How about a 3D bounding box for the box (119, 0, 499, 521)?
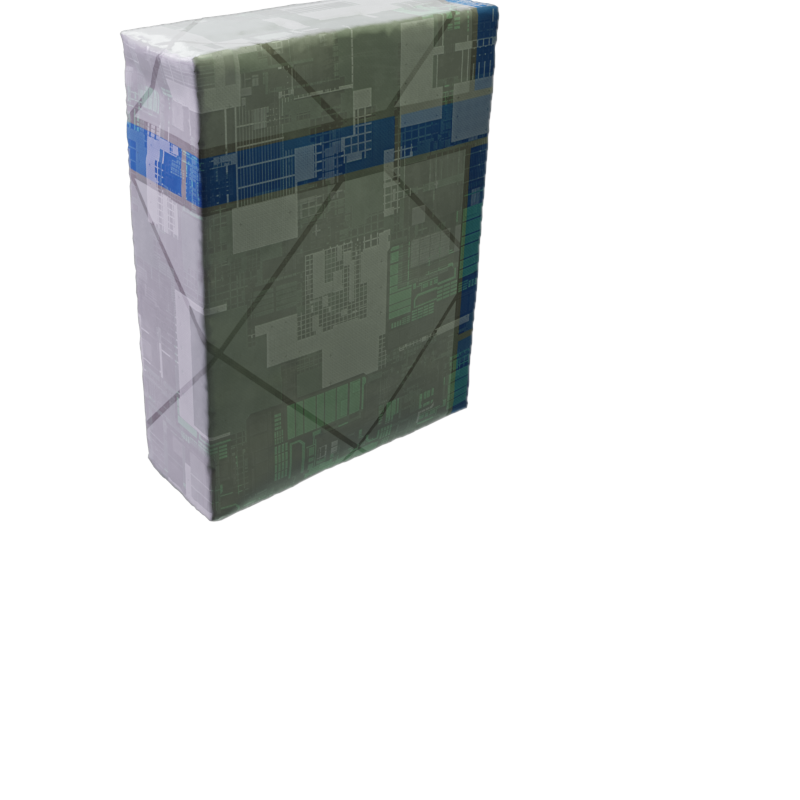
[{"bbox_3d":[-0.041,-0.074,0.519,0.162,0.203,0.077,-20,32,-36],"label":"box"}]
